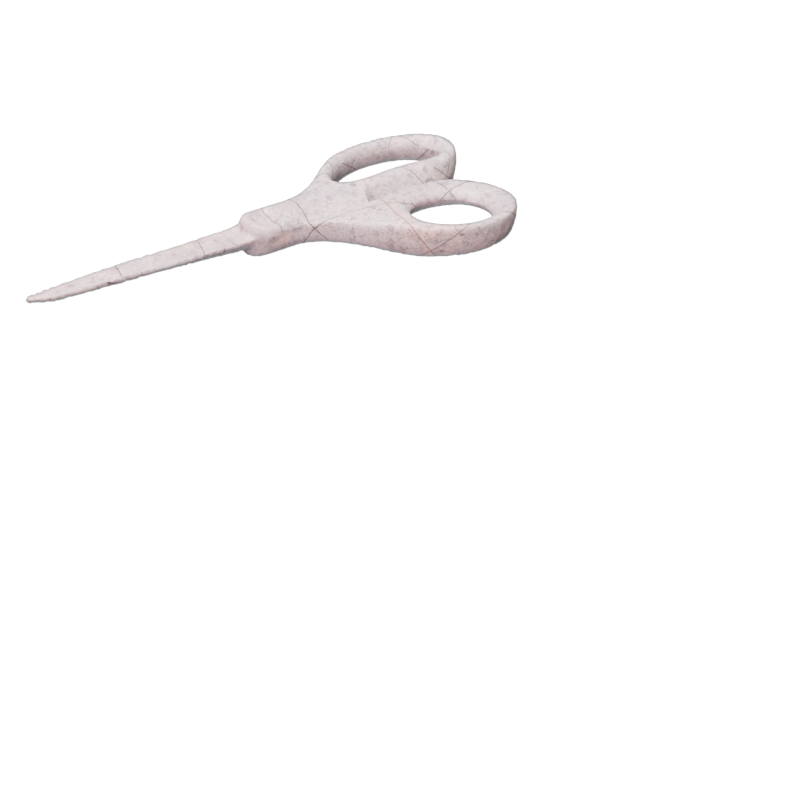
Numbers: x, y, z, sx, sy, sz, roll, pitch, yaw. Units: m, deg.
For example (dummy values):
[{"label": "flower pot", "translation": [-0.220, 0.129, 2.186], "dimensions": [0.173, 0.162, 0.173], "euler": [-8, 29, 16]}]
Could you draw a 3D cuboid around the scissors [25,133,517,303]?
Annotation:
[{"label": "scissors", "translation": [-0.034, -0.062, 0.431], "dimensions": [0.102, 0.015, 0.203], "euler": [26, 44, 31]}]
